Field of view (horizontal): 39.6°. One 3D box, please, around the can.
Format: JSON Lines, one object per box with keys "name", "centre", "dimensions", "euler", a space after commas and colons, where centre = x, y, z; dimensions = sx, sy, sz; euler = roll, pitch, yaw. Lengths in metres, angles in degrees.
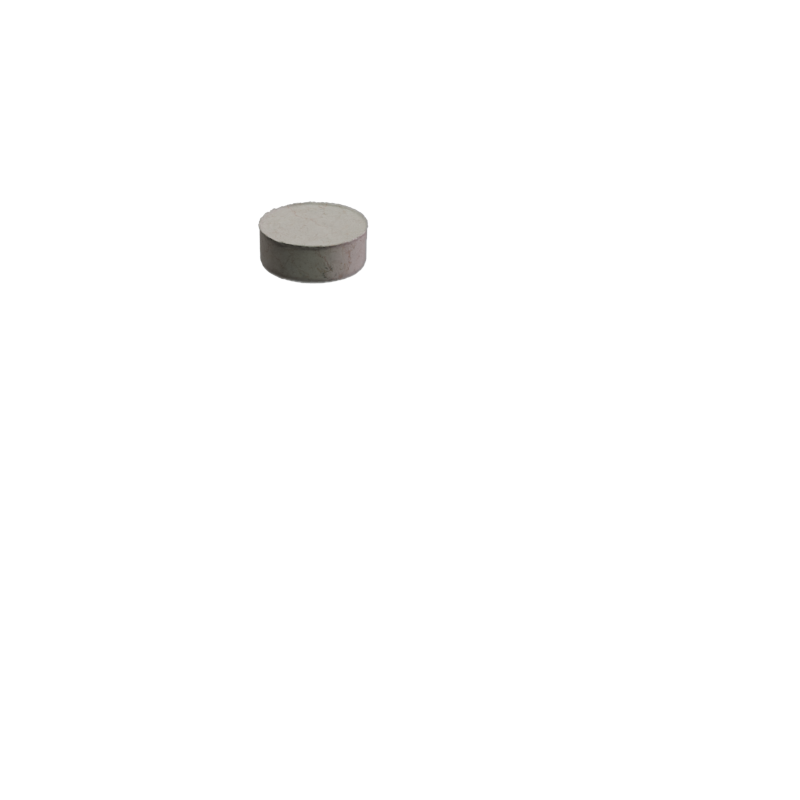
{"name": "can", "centre": [-0.068, -0.124, 0.871], "dimensions": [0.086, 0.032, 0.091], "euler": [-1, 30, -2]}
